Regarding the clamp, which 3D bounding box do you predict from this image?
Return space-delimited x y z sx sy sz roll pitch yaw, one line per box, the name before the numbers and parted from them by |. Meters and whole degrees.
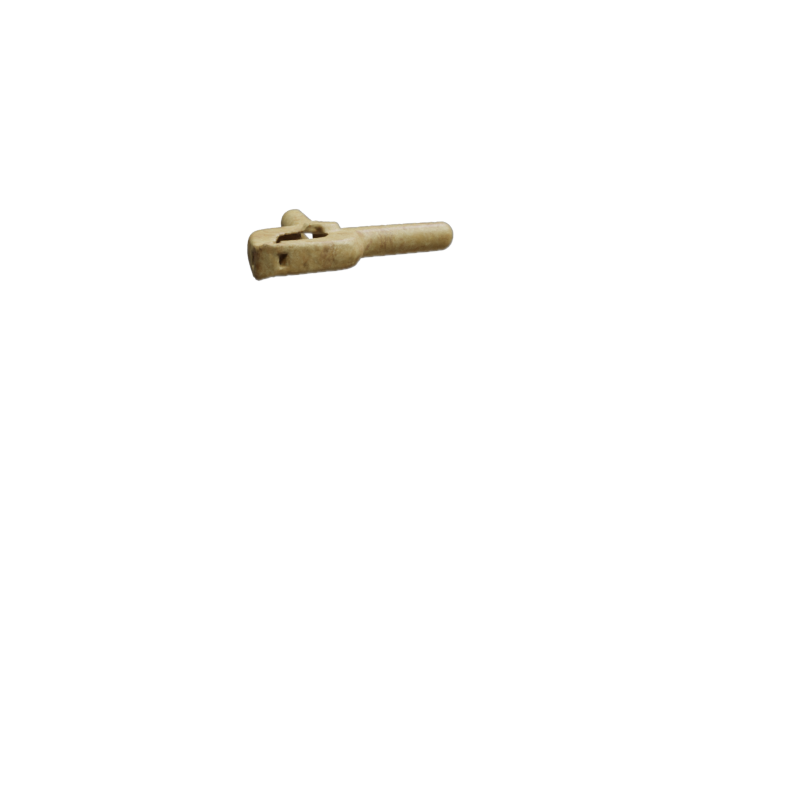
clamp | -0.072 -0.132 0.925 0.172 0.035 0.207 10 19 30
